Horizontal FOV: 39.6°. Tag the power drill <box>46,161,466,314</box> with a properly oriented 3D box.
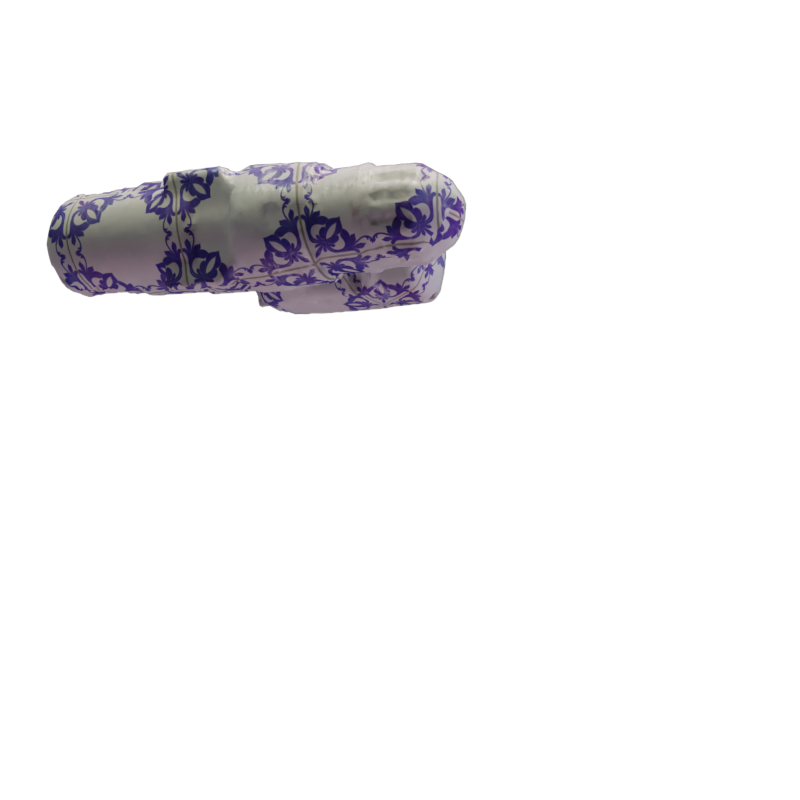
[{"bbox_3d":[-0.041,-0.074,0.519,0.189,0.058,0.181,0,0,22],"label":"power drill"}]
